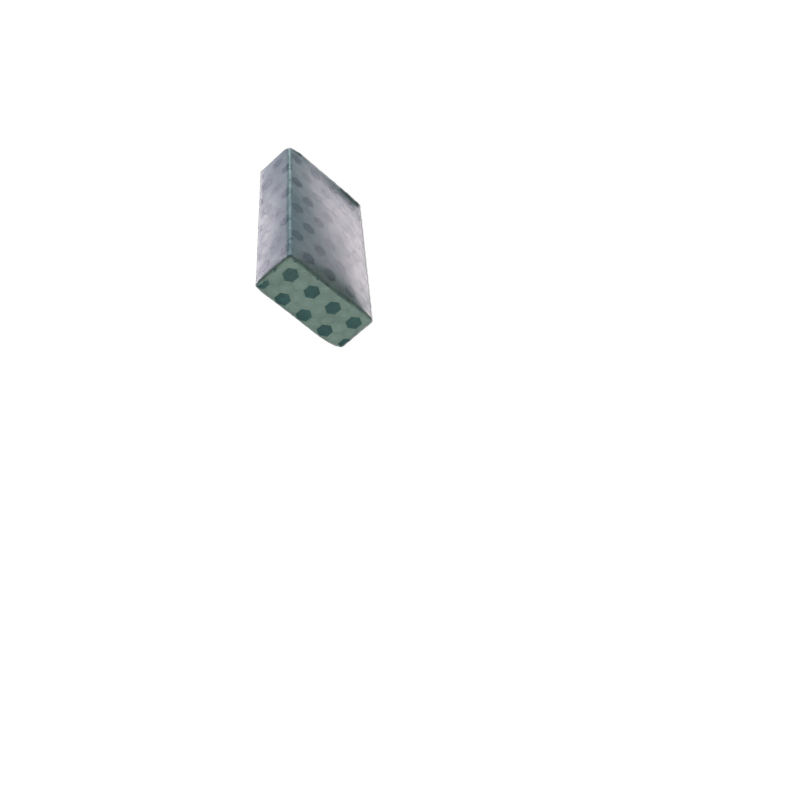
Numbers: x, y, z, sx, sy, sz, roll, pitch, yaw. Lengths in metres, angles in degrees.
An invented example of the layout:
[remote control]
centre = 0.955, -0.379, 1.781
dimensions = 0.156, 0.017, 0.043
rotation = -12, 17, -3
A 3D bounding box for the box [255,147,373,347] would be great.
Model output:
[box]
centre = -0.072, -0.131, 0.918
dimensions = 0.047, 0.189, 0.088
rotation = -39, -58, 25
